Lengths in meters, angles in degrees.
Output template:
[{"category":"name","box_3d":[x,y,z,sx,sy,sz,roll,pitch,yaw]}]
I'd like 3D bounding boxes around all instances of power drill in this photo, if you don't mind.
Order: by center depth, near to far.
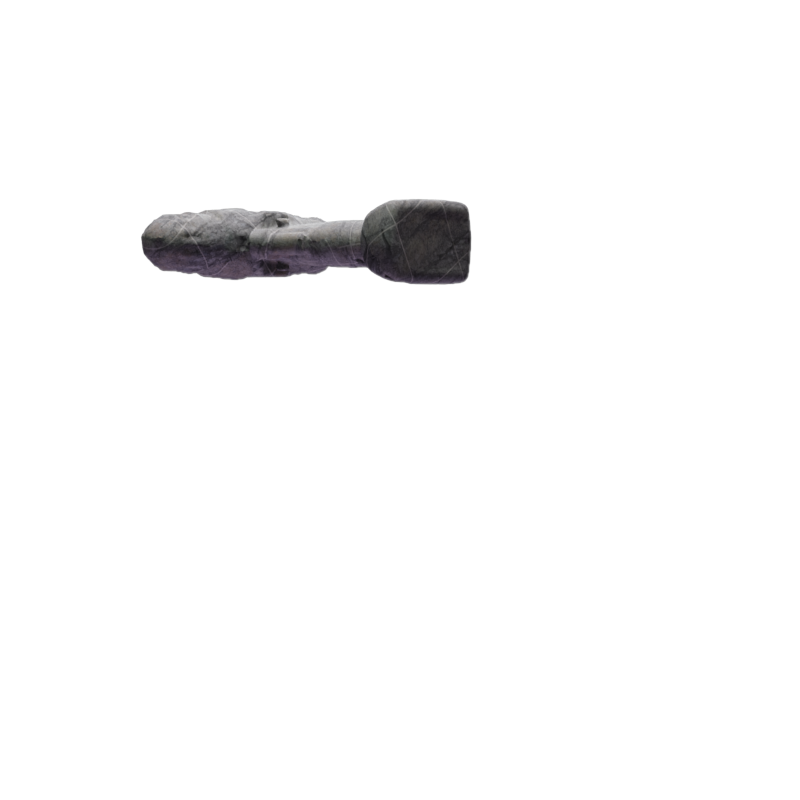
[{"category":"power drill","box_3d":[-0.061,-0.110,0.774,0.196,0.057,0.179,7,11,37]}]
